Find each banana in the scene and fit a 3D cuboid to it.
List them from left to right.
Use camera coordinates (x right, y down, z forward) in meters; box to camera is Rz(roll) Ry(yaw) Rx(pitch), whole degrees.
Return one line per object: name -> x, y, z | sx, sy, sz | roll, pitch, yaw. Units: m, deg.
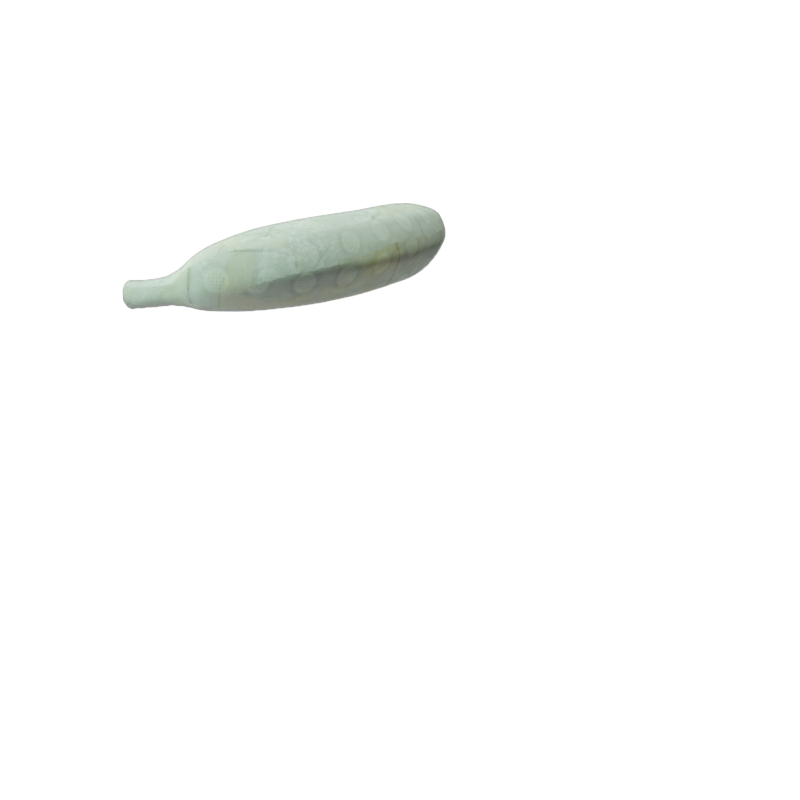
banana -> -0.030, -0.071, 0.513 | 0.073, 0.036, 0.194 | 14, 22, 40
